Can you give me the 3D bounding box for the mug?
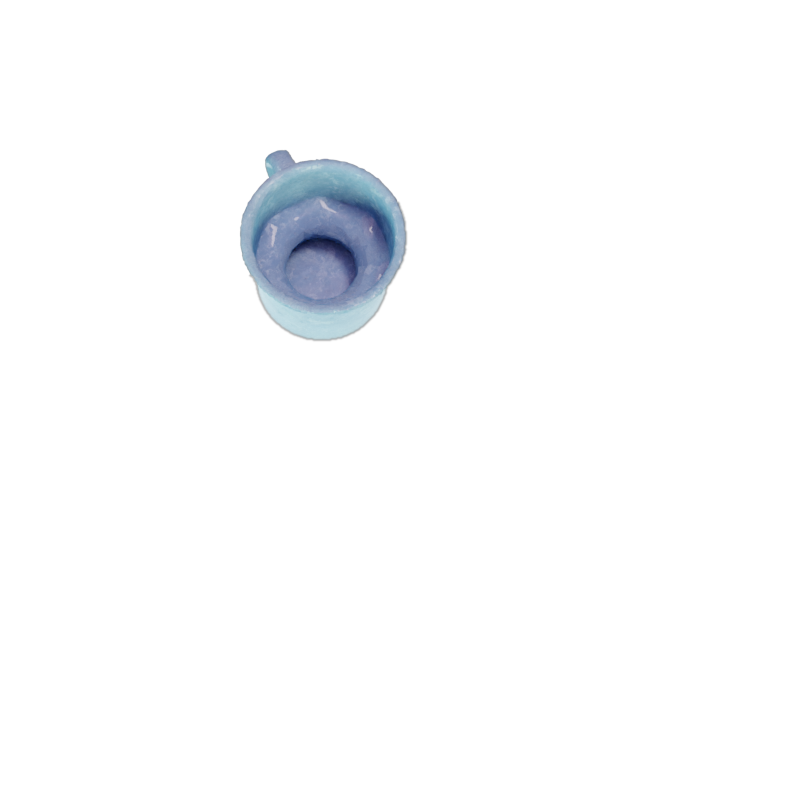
[{"bbox_3d":[-0.051,-0.094,0.657,0.093,0.123,0.078,-27,-15,-10],"label":"mug"}]
